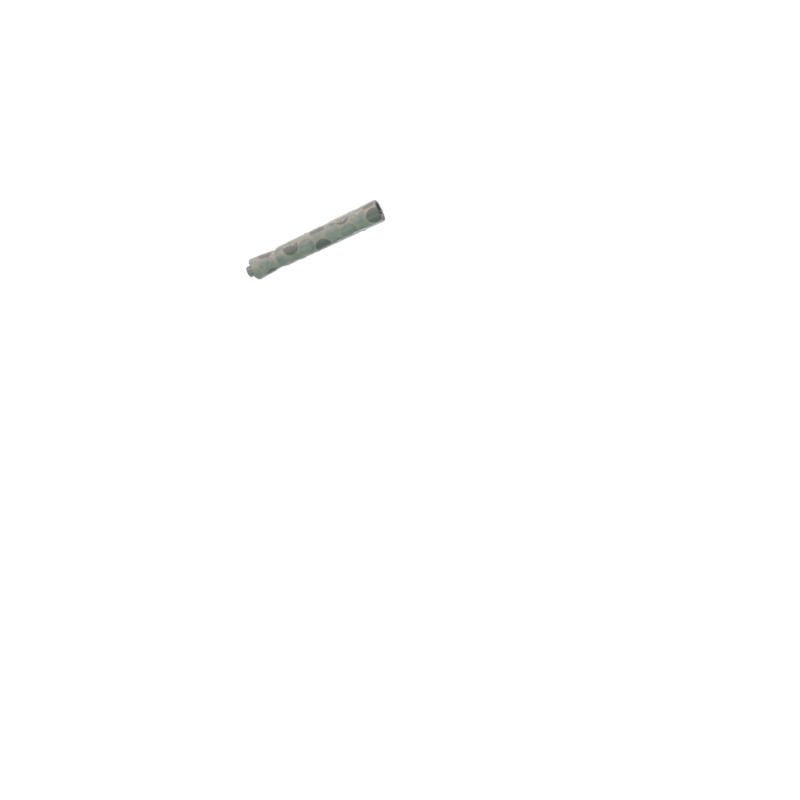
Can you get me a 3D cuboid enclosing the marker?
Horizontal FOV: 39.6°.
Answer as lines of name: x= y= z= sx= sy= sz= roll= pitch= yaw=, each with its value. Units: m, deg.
marker: x=-0.070 y=-0.127 z=0.892 sx=0.121 sy=0.020 sz=0.019 roll=-23 pitch=-2 yaw=14
